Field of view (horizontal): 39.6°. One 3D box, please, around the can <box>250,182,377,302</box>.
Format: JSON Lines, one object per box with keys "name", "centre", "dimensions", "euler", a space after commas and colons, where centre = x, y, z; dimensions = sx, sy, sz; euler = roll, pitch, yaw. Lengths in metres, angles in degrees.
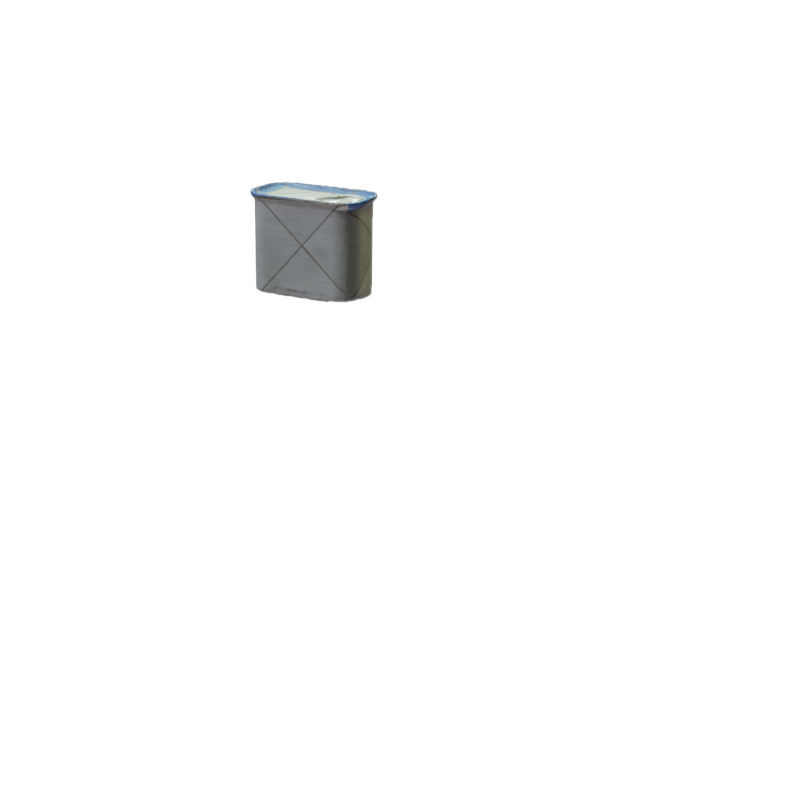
{"name": "can", "centre": [-0.071, -0.129, 0.904], "dimensions": [0.106, 0.081, 0.057], "euler": [10, 19, 27]}
